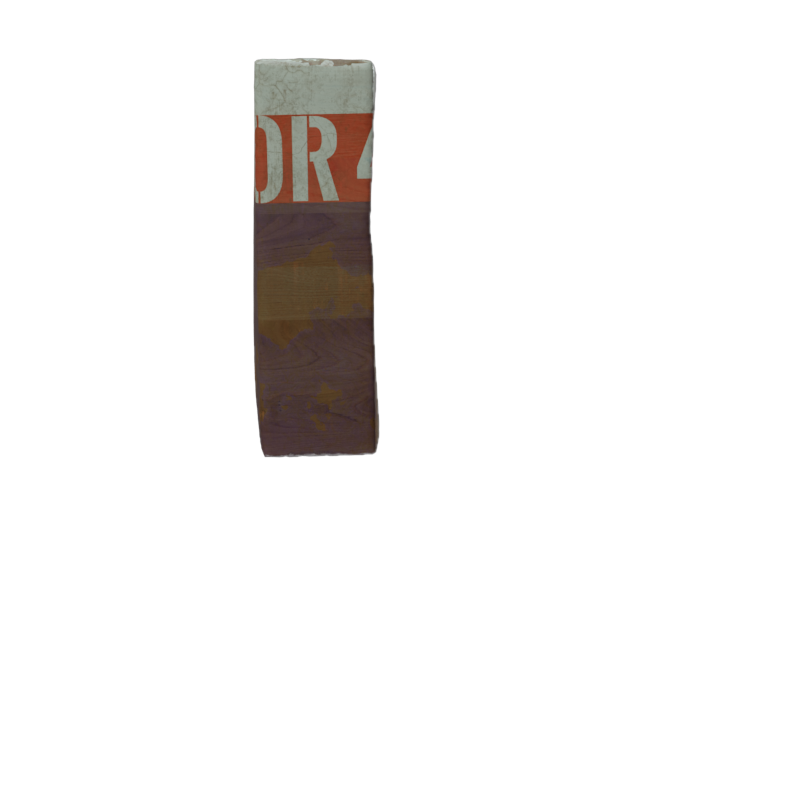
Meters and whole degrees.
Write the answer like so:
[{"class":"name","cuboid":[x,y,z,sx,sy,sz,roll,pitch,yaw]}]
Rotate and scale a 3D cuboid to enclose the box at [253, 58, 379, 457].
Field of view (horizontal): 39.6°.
[{"class":"box","cuboid":[-0.052,-0.094,0.661,0.071,0.209,0.169,0,12,-6]}]
